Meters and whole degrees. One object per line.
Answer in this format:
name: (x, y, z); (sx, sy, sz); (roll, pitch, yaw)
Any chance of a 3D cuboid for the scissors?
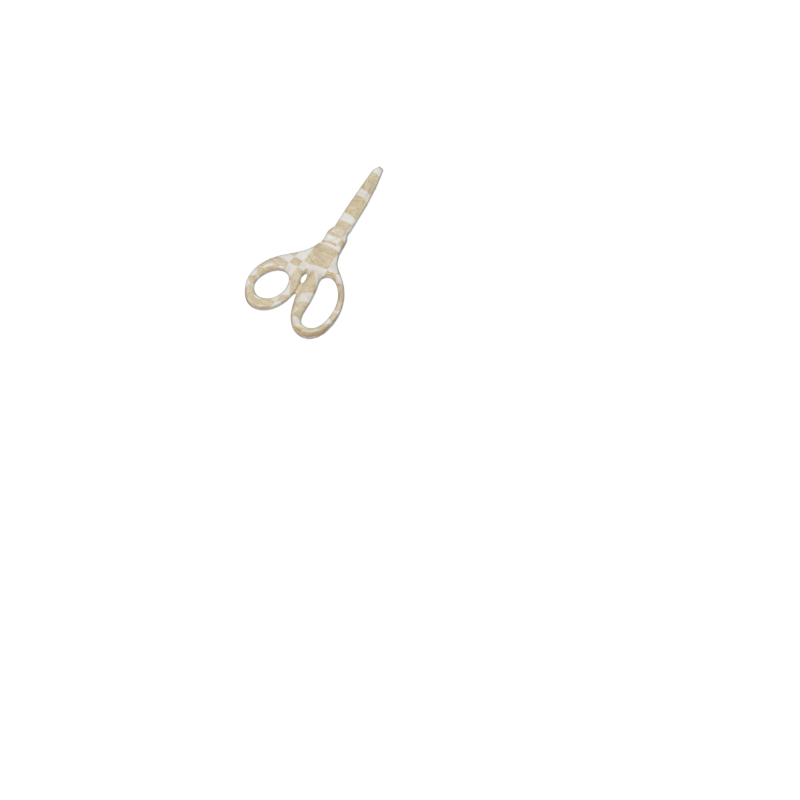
scissors: (-0.078, -0.142, 0.996); (0.097, 0.214, 0.015); (7, -36, 5)
